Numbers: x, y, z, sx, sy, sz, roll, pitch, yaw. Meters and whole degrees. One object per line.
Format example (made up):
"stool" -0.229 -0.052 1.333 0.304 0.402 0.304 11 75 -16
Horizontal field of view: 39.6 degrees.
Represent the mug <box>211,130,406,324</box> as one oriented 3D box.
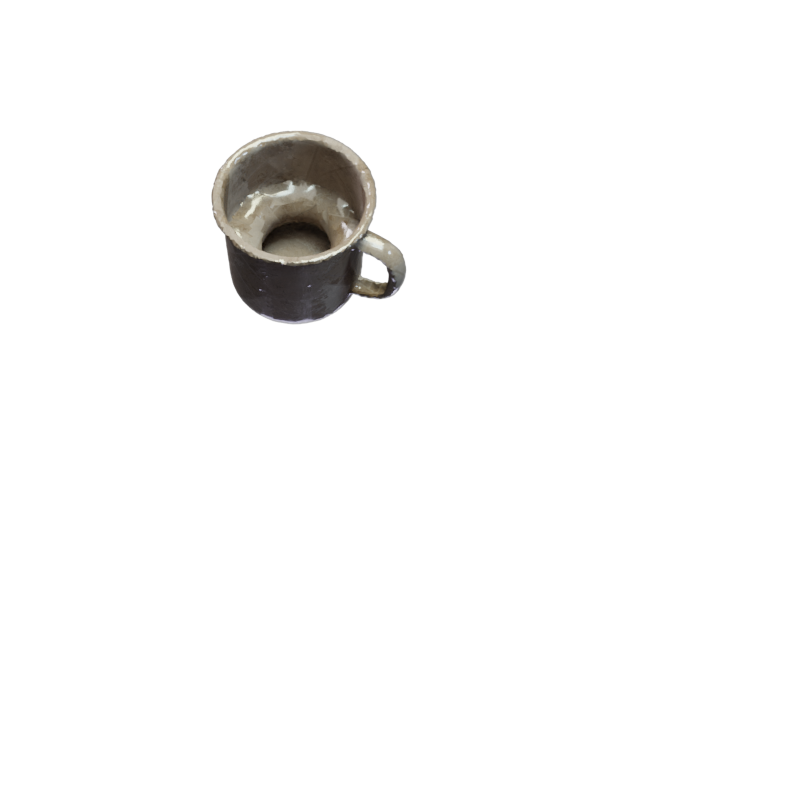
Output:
"mug" -0.051 -0.093 0.652 0.120 0.097 0.076 22 -28 11
